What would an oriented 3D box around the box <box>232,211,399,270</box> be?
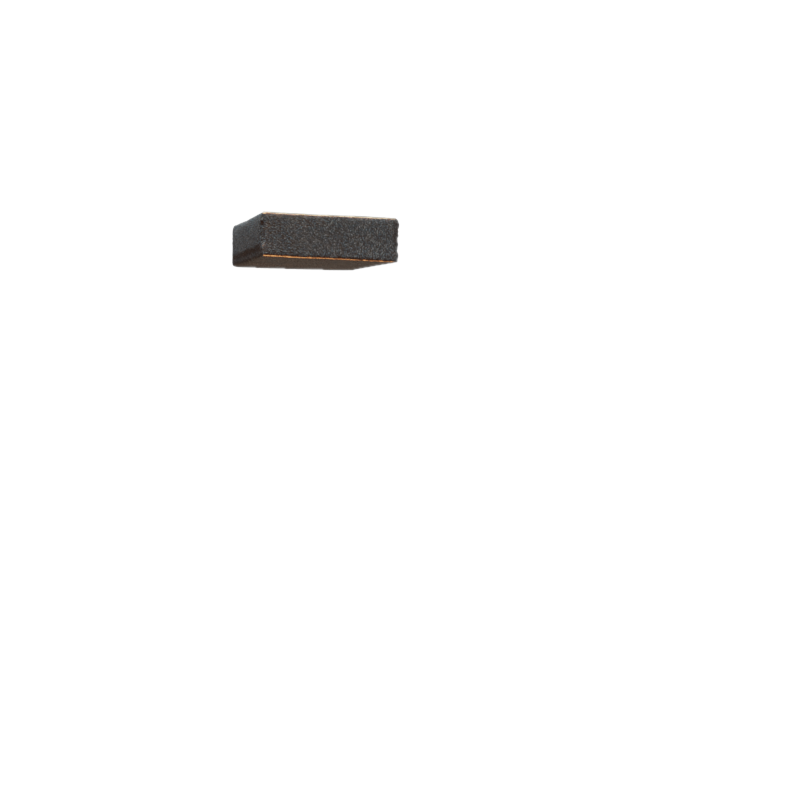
[{"bbox_3d":[-0.055,-0.100,0.699,0.087,0.030,0.074,0,1,-20],"label":"box"}]
